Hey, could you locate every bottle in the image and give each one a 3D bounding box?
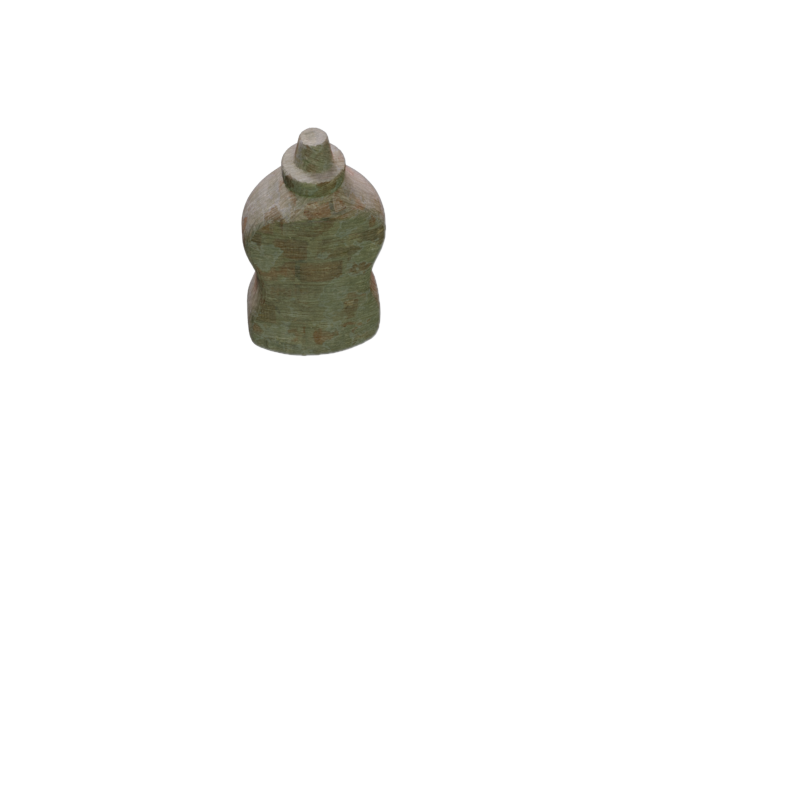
[{"bbox_3d":[-0.059,-0.107,0.750,0.095,0.063,0.179,-2,-37,-5],"label":"bottle"}]
